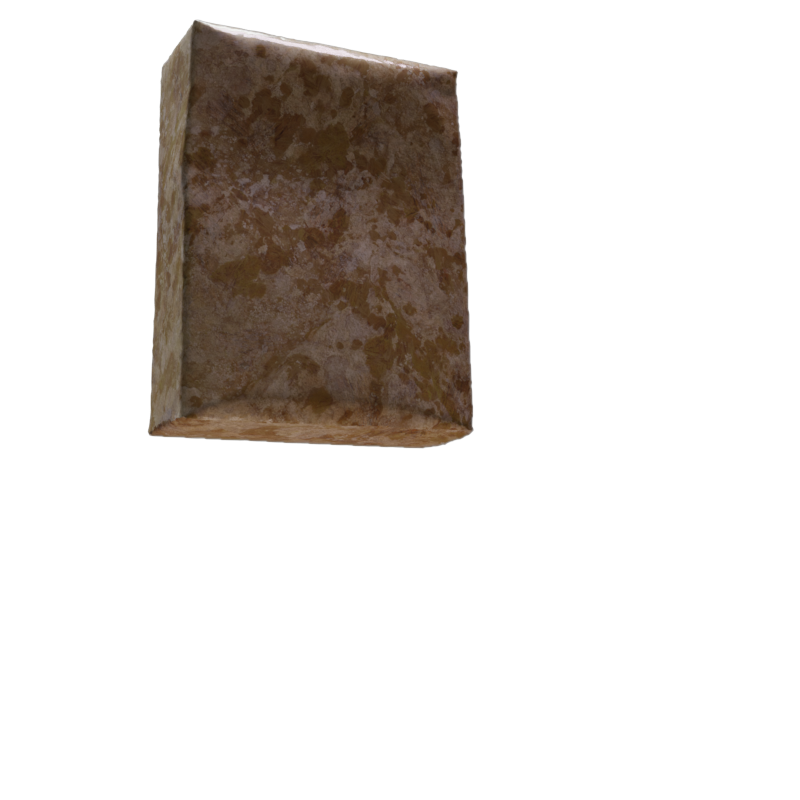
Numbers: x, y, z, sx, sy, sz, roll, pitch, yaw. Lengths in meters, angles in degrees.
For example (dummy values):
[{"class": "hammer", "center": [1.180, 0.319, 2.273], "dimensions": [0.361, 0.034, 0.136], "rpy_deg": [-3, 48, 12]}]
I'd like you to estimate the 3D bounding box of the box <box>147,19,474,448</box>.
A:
[{"class": "box", "center": [-0.047, -0.086, 0.604], "dimensions": [0.159, 0.222, 0.071], "rpy_deg": [5, -17, -23]}]
